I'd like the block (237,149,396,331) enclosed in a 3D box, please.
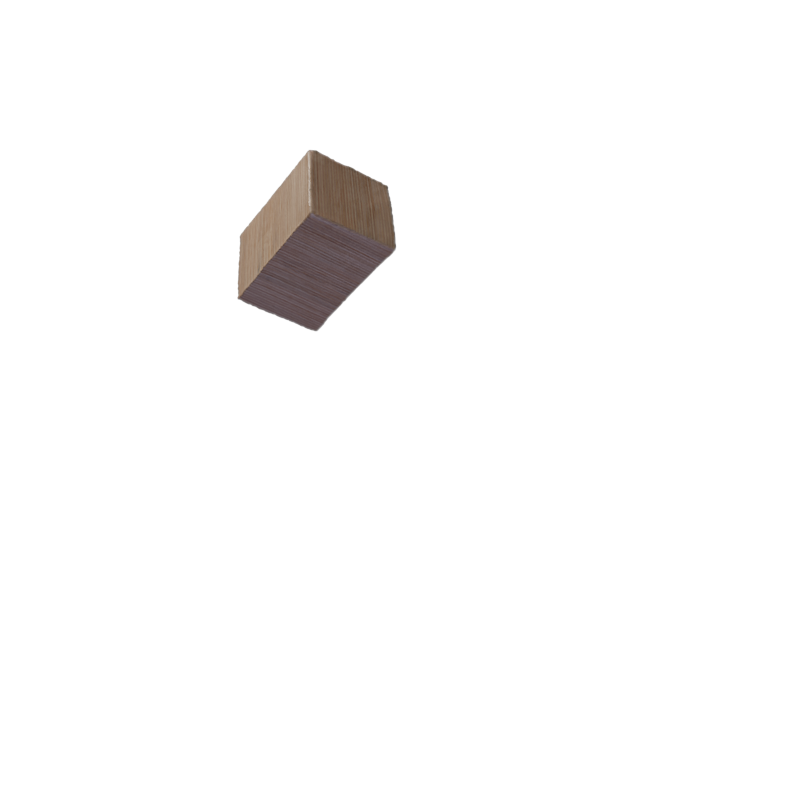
[{"bbox_3d":[-0.046,-0.085,0.593,0.050,0.055,0.076,24,-47,-27],"label":"block"}]
